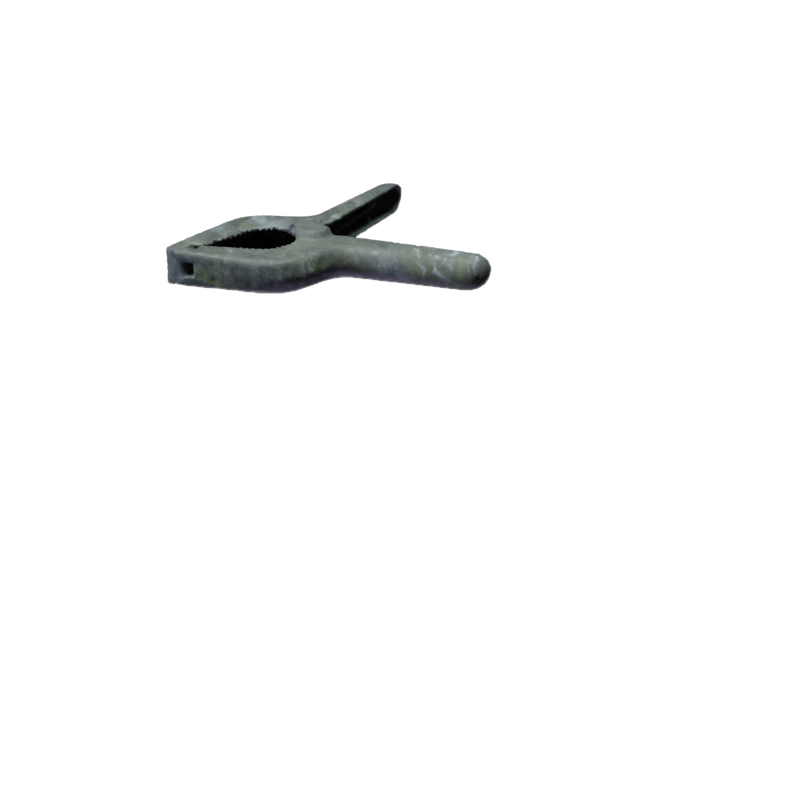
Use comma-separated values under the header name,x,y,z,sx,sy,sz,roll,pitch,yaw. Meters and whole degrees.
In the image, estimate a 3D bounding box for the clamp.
name,x,y,z,sx,sy,sz,roll,pitch,yaw
clamp,-0.061,-0.112,0.784,0.207,0.034,0.176,-7,29,-12
